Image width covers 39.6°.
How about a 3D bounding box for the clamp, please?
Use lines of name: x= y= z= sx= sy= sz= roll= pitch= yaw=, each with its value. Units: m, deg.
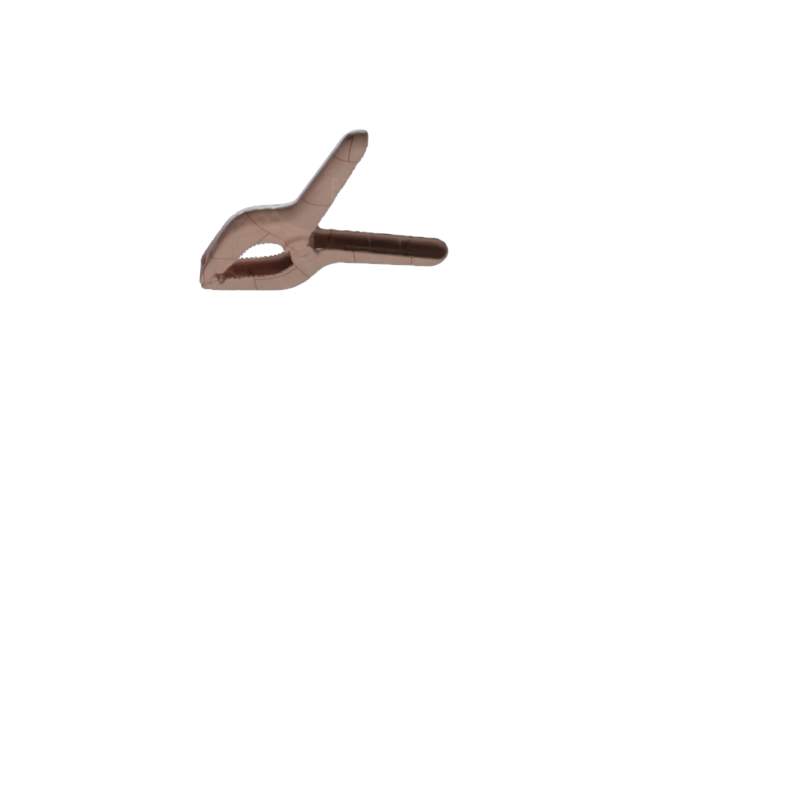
clamp: x=-0.074 y=-0.134 z=0.940 sx=0.211 sy=0.039 sz=0.152 roll=-22 pitch=-43 yaw=26
